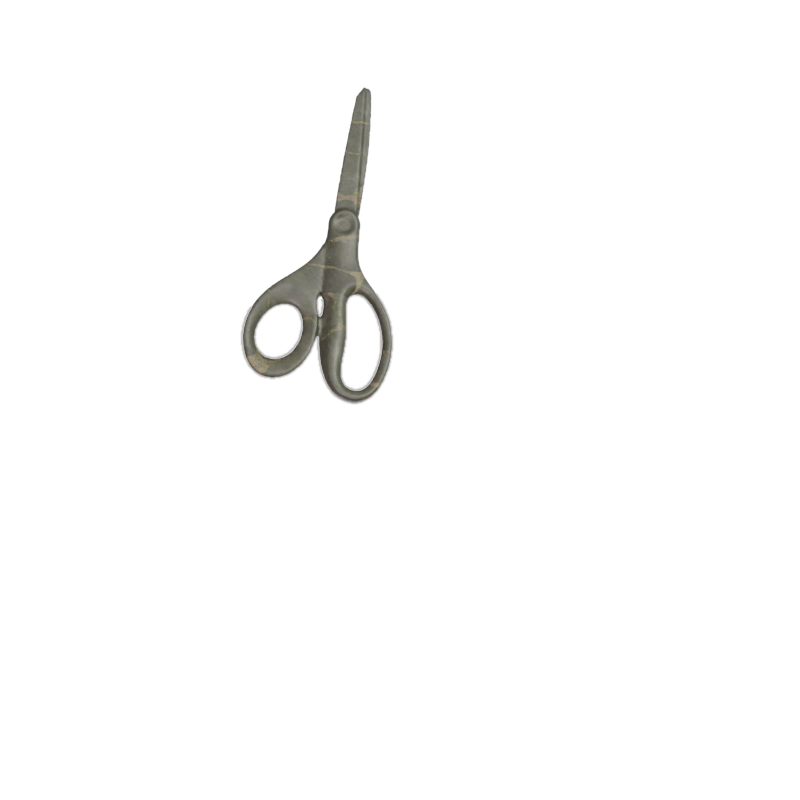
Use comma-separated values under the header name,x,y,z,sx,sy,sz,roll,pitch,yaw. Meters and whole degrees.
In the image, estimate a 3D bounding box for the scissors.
name,x,y,z,sx,sy,sz,roll,pitch,yaw
scissors,-0.052,-0.096,0.670,0.096,0.212,0.015,-7,-20,-3
